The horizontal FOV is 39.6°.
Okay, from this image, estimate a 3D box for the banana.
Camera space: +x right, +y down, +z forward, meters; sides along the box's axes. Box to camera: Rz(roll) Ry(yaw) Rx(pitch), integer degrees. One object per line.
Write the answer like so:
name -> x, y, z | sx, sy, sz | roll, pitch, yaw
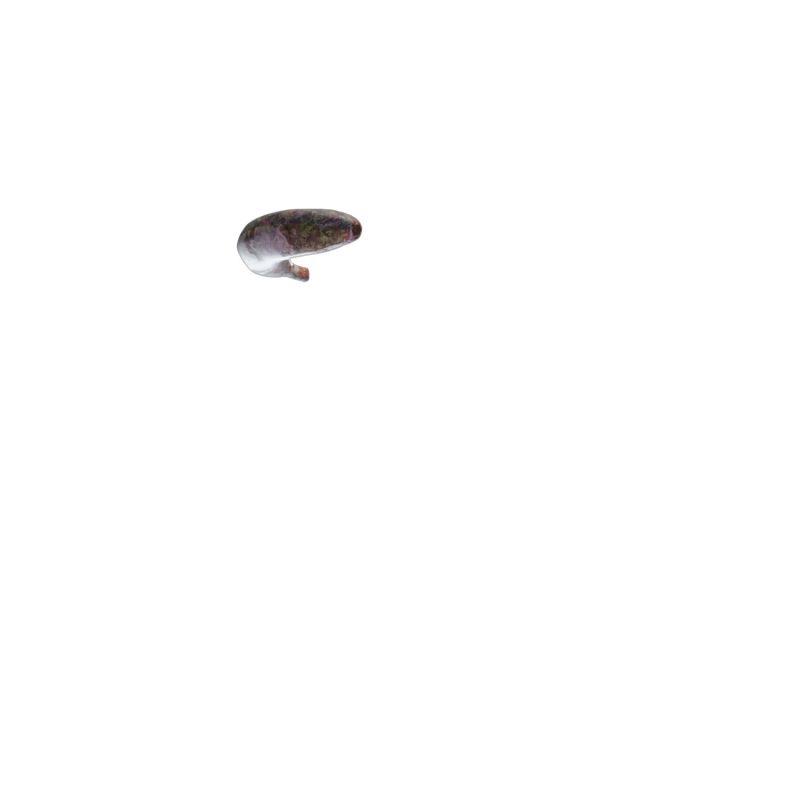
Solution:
banana -> -0.083, -0.117, 0.818 | 0.068, 0.037, 0.199 | 1, -1, -15
